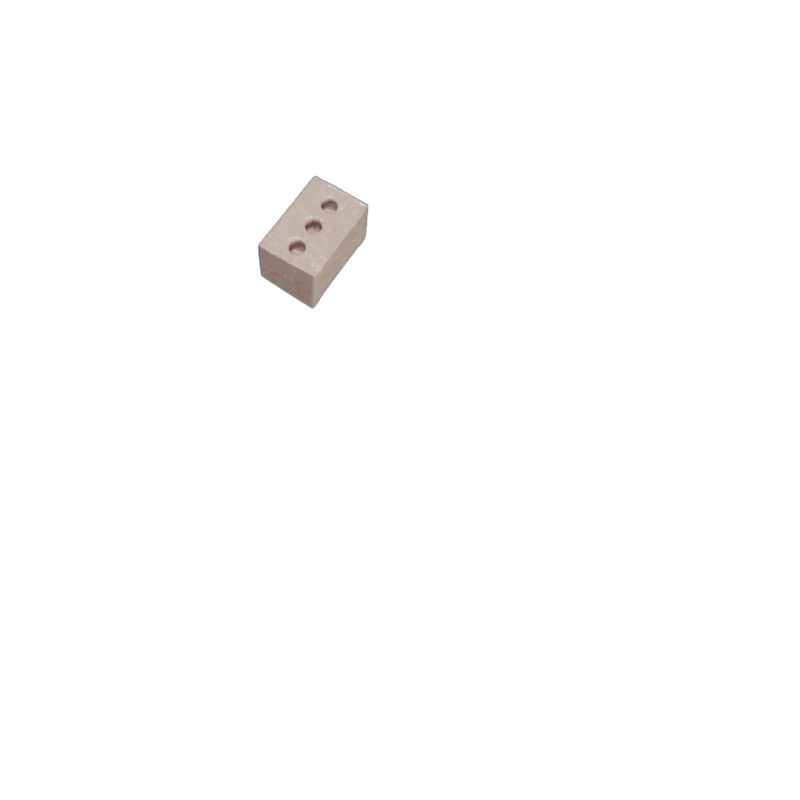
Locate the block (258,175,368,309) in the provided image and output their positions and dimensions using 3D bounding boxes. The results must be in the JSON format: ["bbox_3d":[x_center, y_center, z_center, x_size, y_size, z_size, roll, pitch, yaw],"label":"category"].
[{"bbox_3d":[-0.067,-0.122,0.858,0.054,0.080,0.048,30,-23,11],"label":"block"}]
